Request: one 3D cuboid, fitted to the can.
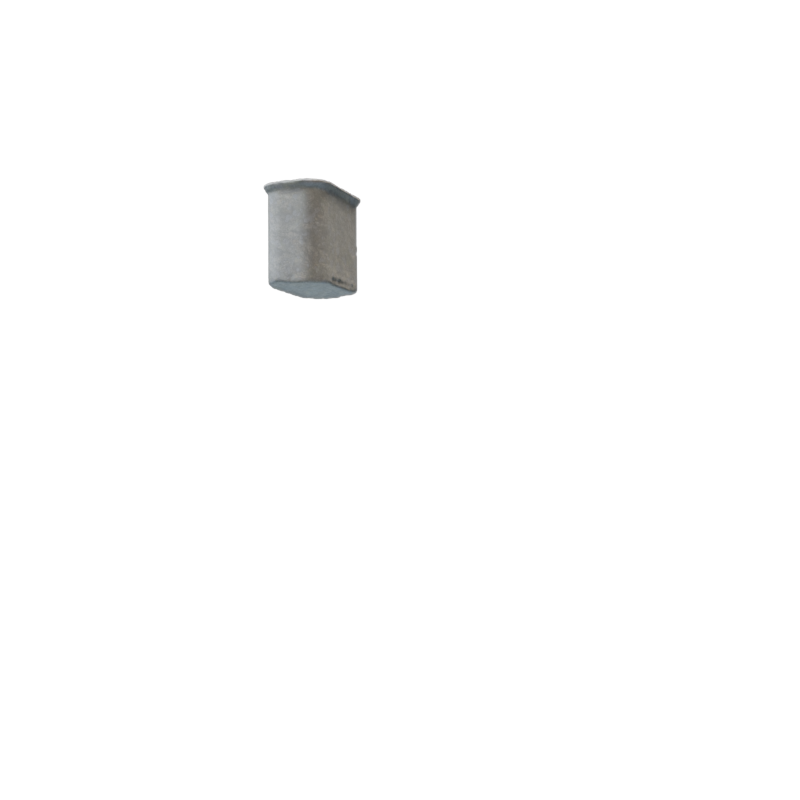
[{"bbox_3d":[-0.072,-0.131,0.920,0.059,0.086,0.098,-3,-7,20],"label":"can"}]
